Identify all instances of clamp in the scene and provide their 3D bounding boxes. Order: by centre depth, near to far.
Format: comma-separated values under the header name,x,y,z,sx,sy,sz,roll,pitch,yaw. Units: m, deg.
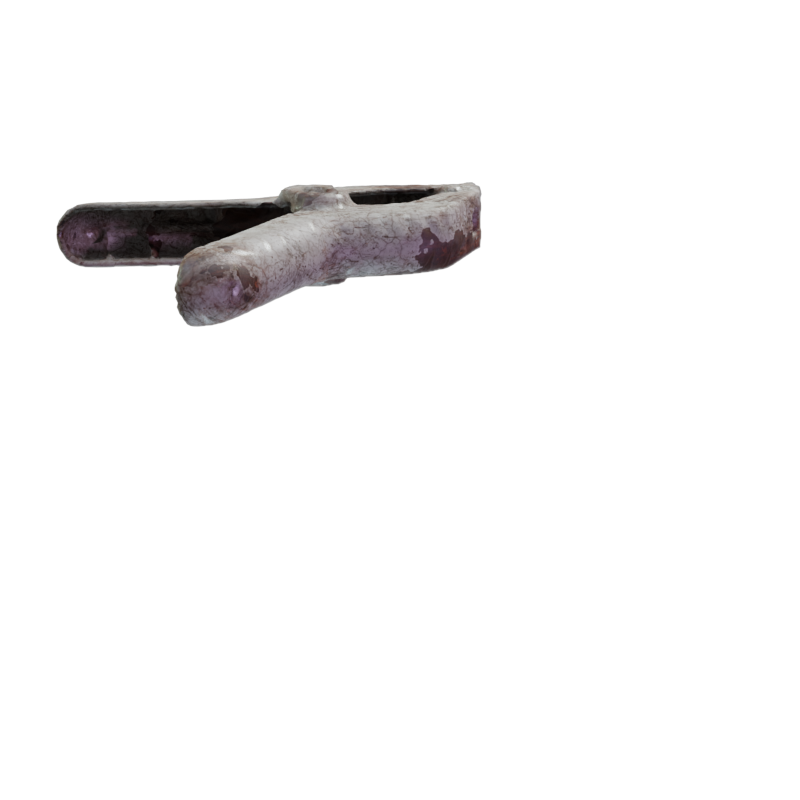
name,x,y,z,sx,sy,sz,roll,pitch,yaw
clamp,-0.032,-0.059,0.415,0.168,0.037,0.128,-11,27,-23
